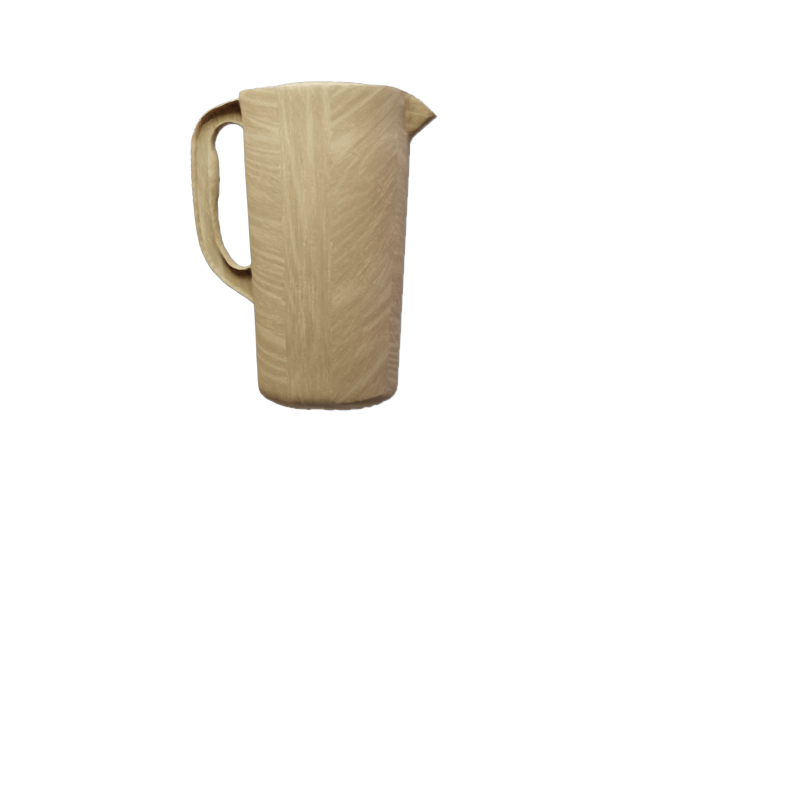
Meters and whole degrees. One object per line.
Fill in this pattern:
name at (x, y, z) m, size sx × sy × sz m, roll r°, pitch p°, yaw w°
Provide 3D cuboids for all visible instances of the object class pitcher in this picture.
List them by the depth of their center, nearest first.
pitcher at (-0.066, -0.121, 0.849) m, size 0.140 × 0.241 × 0.156 m, roll -4°, pitch 7°, yaw -38°
